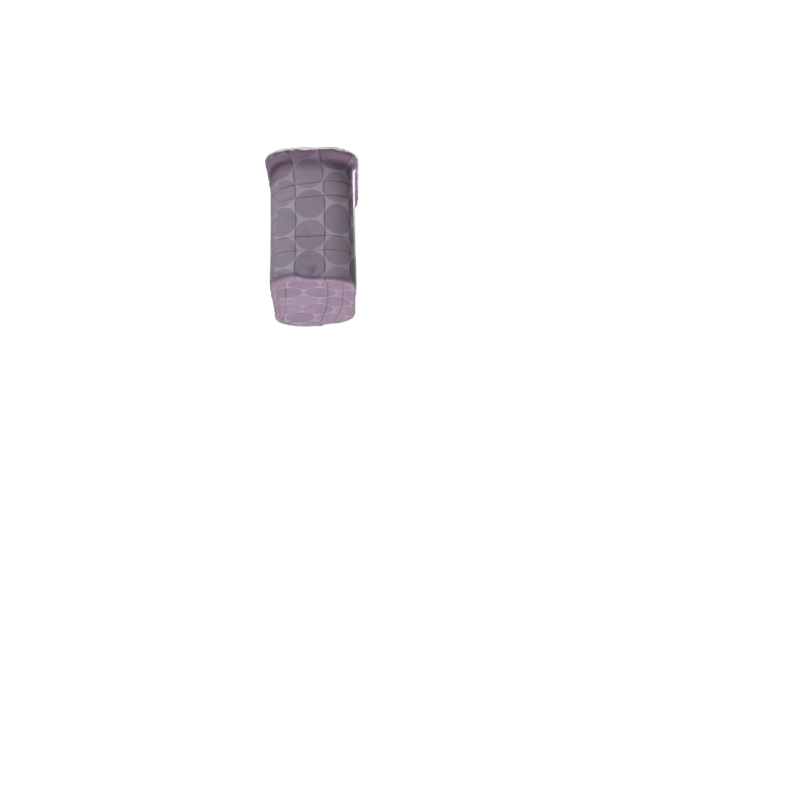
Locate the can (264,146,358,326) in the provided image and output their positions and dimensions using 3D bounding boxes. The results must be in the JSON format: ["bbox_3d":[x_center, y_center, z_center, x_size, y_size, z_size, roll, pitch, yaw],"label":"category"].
[{"bbox_3d":[-0.054,-0.099,0.694,0.057,0.087,0.098,-1,-16,-2],"label":"can"}]
